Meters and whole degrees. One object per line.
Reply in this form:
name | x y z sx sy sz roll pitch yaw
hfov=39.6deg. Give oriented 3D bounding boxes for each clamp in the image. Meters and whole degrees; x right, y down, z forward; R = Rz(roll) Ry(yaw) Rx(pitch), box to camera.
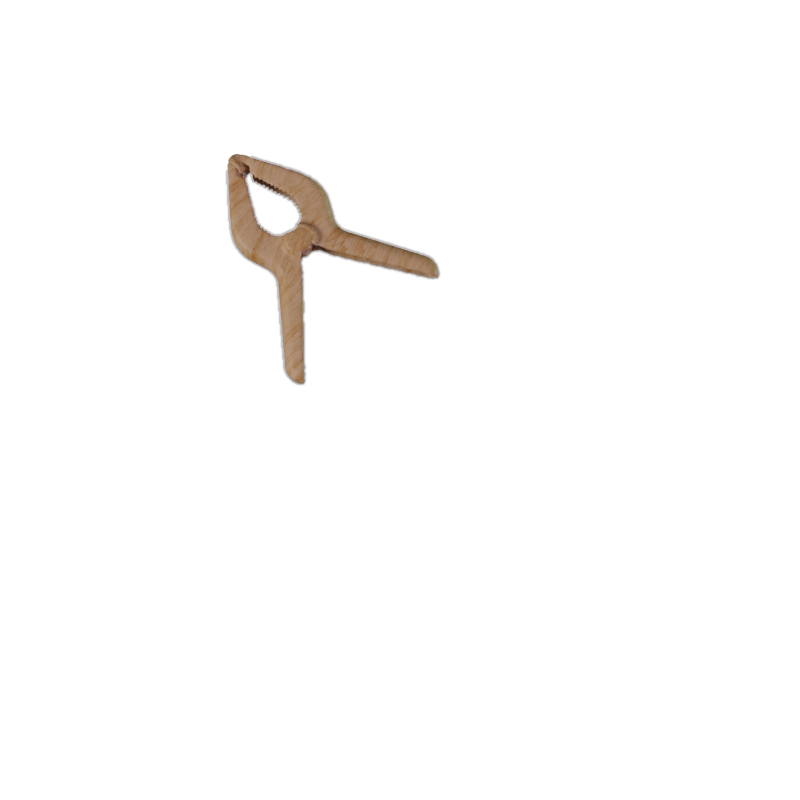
clamp | -0.078 -0.142 0.998 0.164 0.217 0.035 -31 -12 -7
